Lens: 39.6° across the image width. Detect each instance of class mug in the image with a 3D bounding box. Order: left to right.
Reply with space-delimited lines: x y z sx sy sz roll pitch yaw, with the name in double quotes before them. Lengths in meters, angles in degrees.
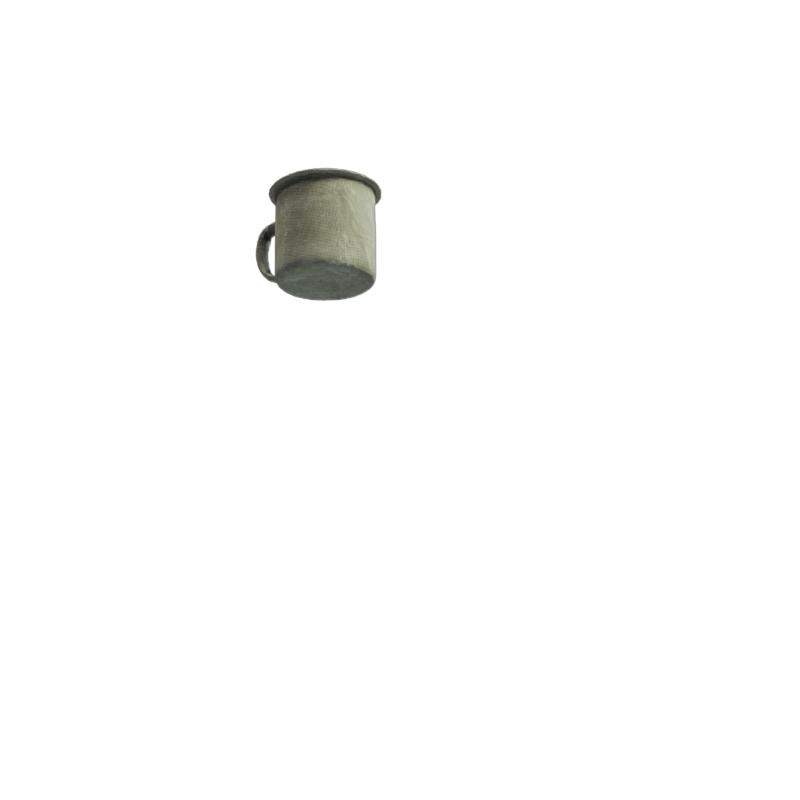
"mug" -0.071 -0.129 0.903 0.119 0.086 0.087 -12 -22 31
